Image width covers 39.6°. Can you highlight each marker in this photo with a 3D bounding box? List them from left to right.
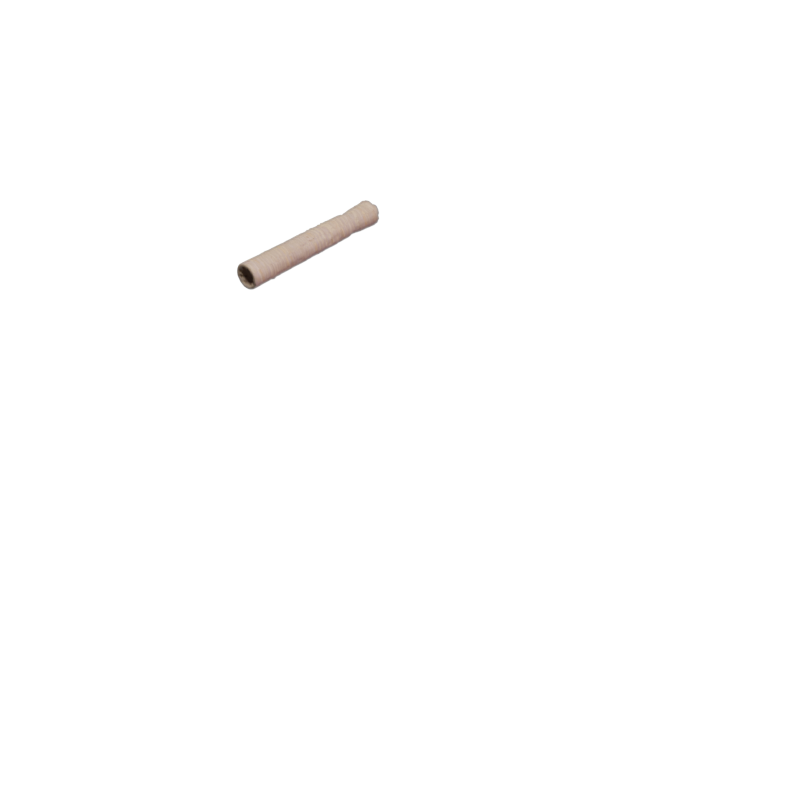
[{"bbox_3d":[-0.059,-0.107,0.748,0.121,0.019,0.021,-34,25,-36],"label":"marker"}]
